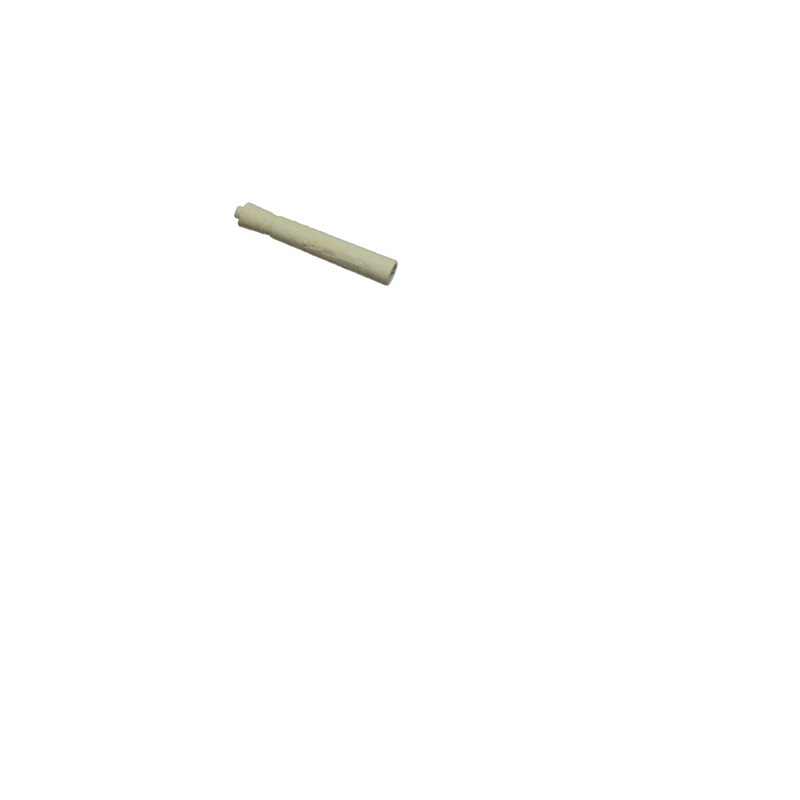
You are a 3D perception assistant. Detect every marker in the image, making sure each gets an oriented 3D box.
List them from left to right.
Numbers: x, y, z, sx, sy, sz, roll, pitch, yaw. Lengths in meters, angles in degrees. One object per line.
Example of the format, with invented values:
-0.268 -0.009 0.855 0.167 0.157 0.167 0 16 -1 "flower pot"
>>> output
-0.060 -0.110 0.772 0.125 0.019 0.019 23 9 14 "marker"
